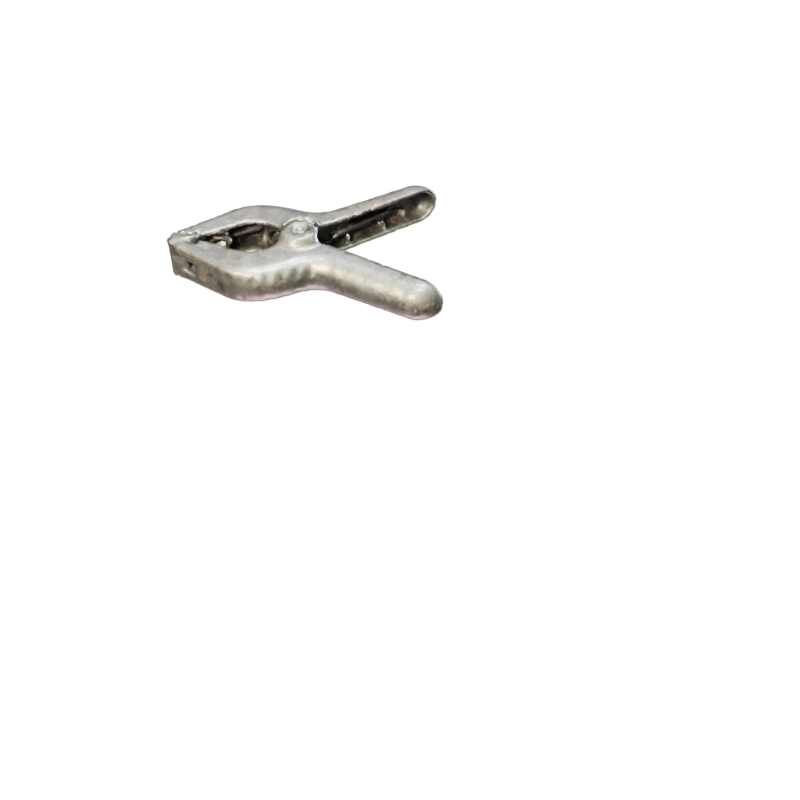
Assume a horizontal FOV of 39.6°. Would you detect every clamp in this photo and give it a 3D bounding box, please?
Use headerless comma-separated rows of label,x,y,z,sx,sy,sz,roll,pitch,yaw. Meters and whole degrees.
clamp,-0.054,-0.098,0.686,0.174,0.037,0.126,6,36,9
